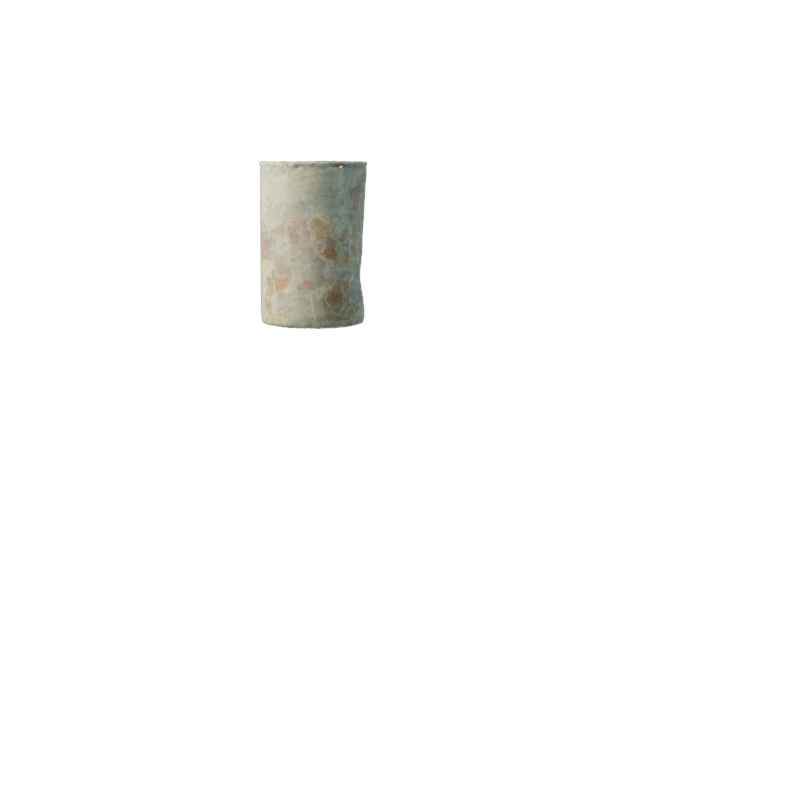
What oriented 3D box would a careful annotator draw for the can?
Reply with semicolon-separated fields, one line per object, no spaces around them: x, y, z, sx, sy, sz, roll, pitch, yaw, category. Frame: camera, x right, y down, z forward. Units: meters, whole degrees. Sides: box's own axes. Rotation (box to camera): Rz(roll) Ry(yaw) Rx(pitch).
-0.055;-0.100;0.702;0.068;0.101;0.070;0;7;-2;can
